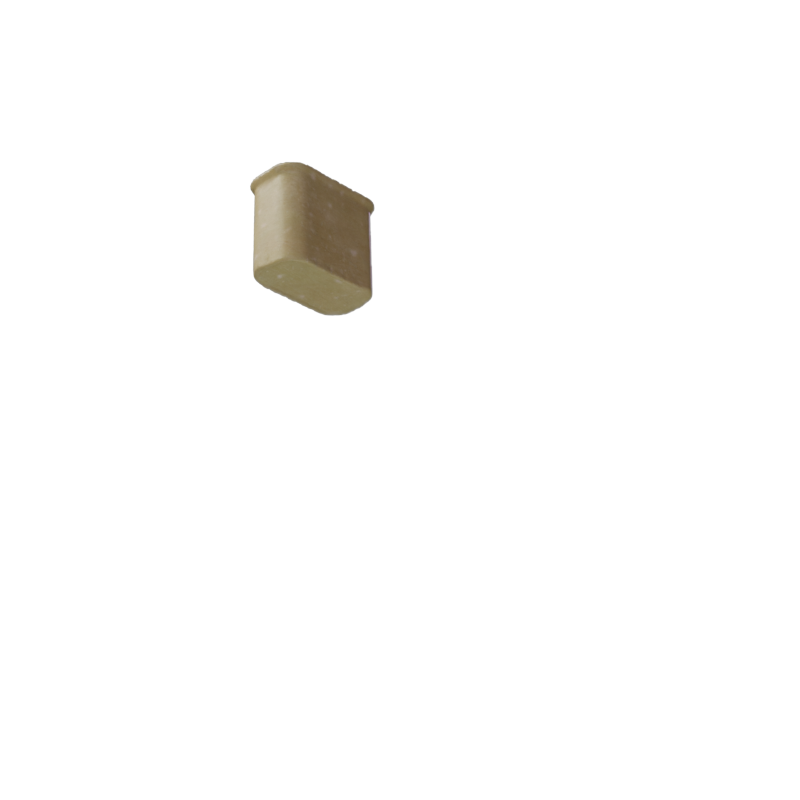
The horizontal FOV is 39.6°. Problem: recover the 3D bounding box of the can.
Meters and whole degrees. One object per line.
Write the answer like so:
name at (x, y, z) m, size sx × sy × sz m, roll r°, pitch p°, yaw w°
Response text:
can at (-0.067, -0.121, 0.849) m, size 0.058 × 0.089 × 0.095 m, roll -26°, pitch -36°, yaw 38°
